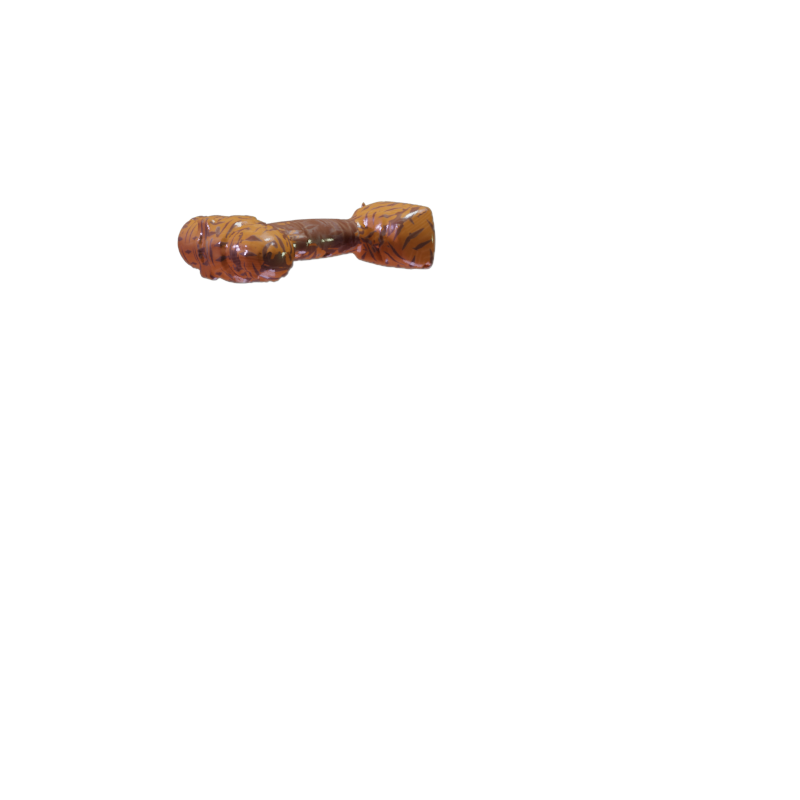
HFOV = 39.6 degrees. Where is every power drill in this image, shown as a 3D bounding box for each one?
[{"bbox_3d":[-0.070,-0.127,0.890,0.183,0.056,0.193,-6,14,-26],"label":"power drill"}]
